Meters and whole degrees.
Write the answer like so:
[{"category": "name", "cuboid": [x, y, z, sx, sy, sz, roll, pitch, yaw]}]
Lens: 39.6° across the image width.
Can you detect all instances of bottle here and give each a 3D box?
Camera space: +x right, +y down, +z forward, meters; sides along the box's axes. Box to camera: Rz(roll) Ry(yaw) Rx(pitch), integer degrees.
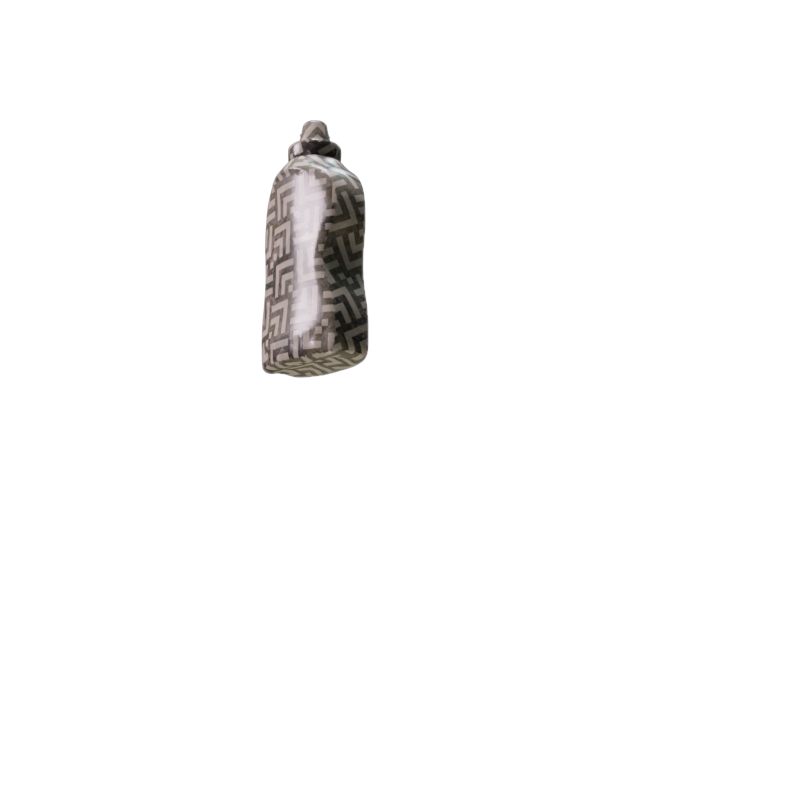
[{"category": "bottle", "cuboid": [-0.064, -0.118, 0.827, 0.056, 0.200, 0.097, 11, -20, -34]}]
